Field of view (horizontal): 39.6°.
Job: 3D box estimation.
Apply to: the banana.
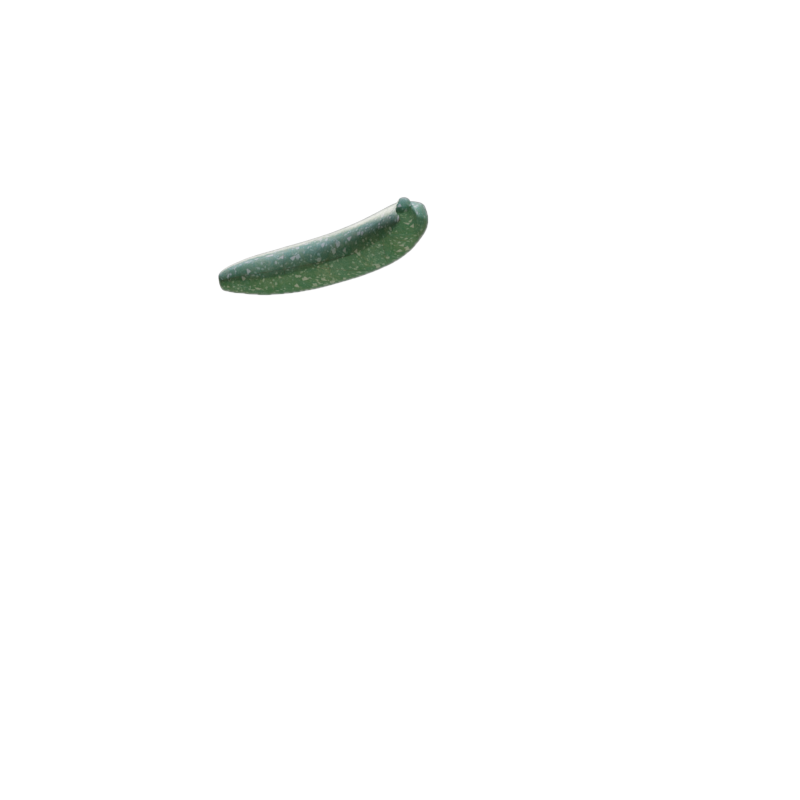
[{"bbox_3d":[-0.047,-0.111,0.811,0.200,0.039,0.065,-17,-26,40],"label":"banana"}]
